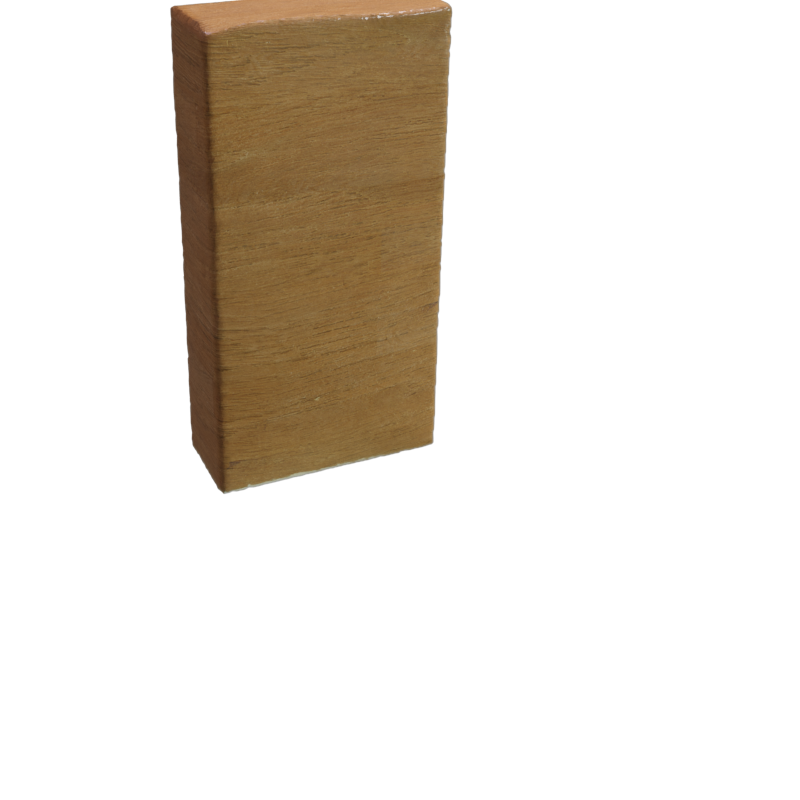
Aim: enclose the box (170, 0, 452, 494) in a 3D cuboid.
[{"bbox_3d":[-0.032,-0.058,0.410,0.092,0.167,0.052,-11,29,-23],"label":"box"}]
